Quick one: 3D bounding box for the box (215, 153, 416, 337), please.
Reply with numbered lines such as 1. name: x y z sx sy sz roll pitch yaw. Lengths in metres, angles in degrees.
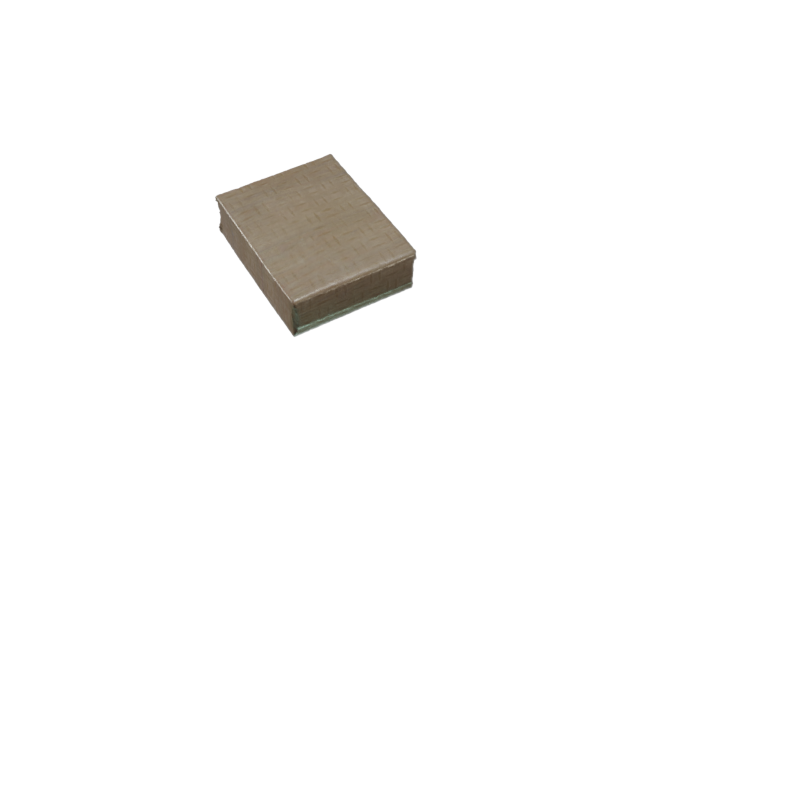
1. box: -0.057 -0.104 0.726 0.089 0.036 0.123 -23 51 -21
